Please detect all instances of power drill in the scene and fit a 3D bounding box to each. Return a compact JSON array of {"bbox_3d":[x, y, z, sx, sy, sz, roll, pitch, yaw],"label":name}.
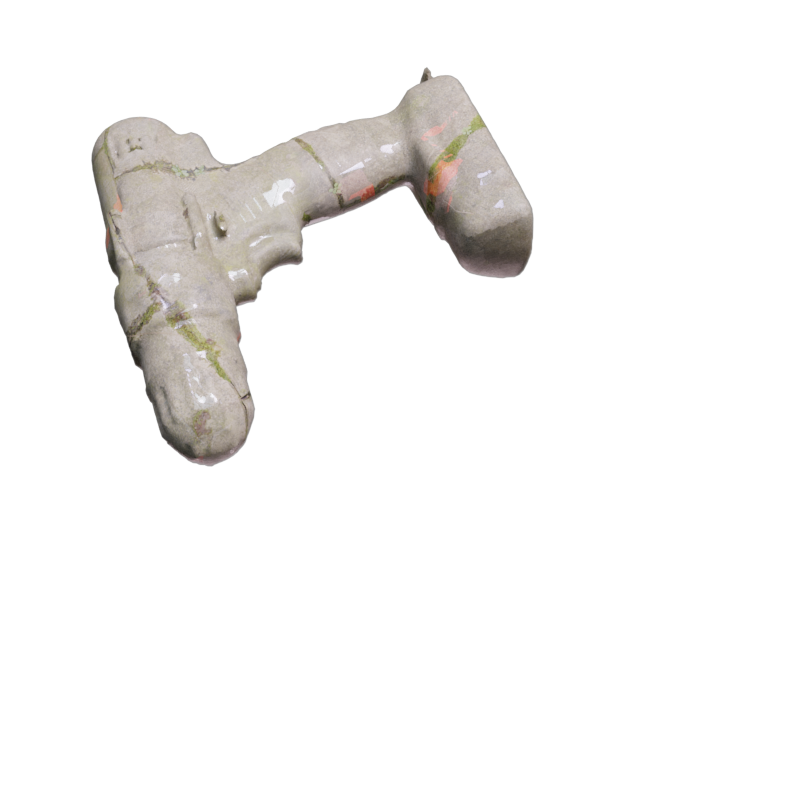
[{"bbox_3d":[-0.040,-0.072,0.507,0.186,0.199,0.054,-15,-33,-10],"label":"power drill"}]
